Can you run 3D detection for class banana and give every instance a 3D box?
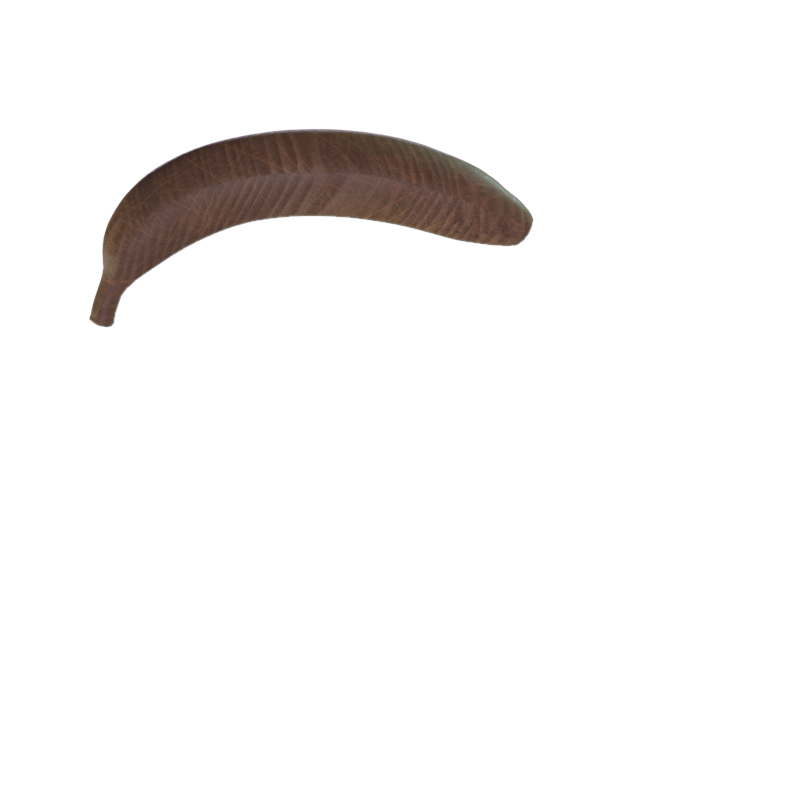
[{"bbox_3d":[-0.045,-0.084,0.479,0.198,0.065,0.039,-10,27,5],"label":"banana"}]
